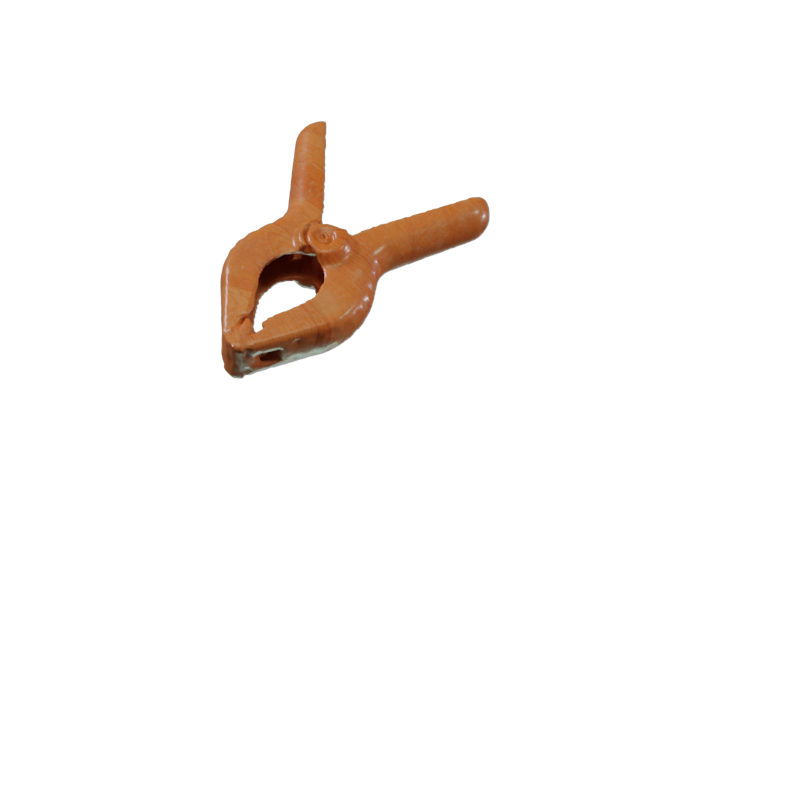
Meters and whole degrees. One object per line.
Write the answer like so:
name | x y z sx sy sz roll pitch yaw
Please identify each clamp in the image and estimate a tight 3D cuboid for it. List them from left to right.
clamp | -0.046 -0.084 0.589 0.127 0.036 0.174 31 54 26
